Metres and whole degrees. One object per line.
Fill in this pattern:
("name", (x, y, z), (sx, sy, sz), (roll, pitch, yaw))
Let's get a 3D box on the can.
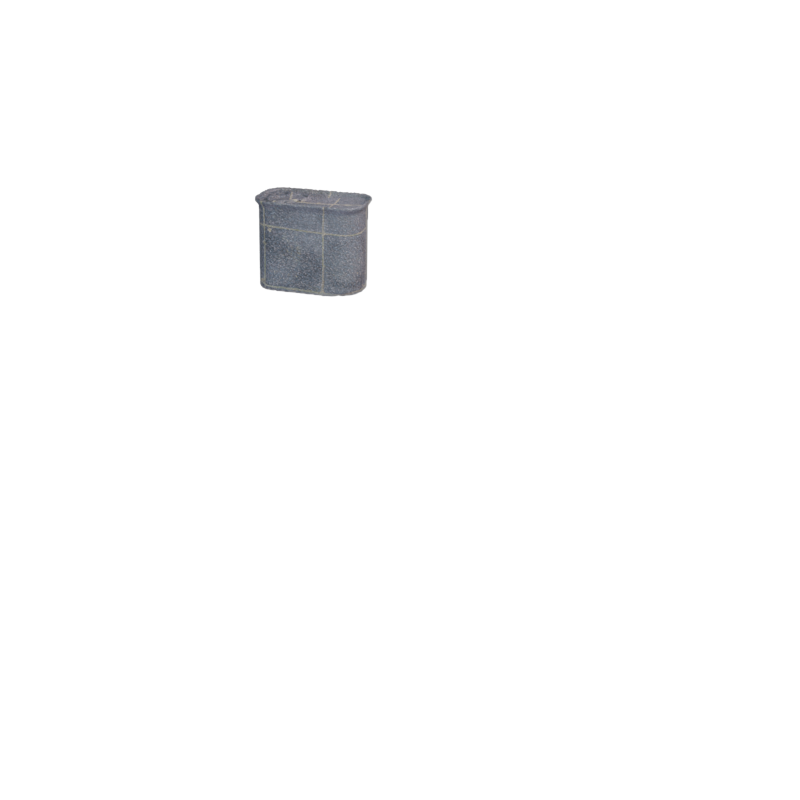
("can", (-0.078, -0.143, 0.999), (0.105, 0.080, 0.058), (7, 21, 17))
